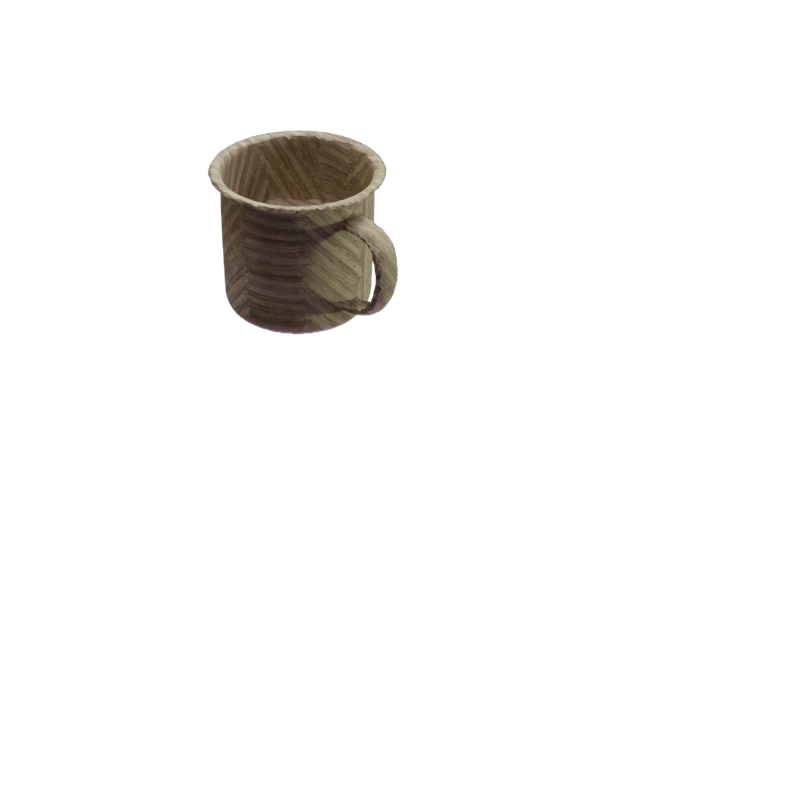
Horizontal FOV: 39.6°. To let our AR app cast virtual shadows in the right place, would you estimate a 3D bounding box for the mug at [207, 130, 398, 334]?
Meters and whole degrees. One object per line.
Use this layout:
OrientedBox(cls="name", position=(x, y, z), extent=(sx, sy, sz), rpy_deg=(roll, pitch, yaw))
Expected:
OrientedBox(cls="mug", position=(-0.046, -0.085, 0.593), extent=(0.125, 0.076, 0.093), rpy_deg=(29, 43, 34))
